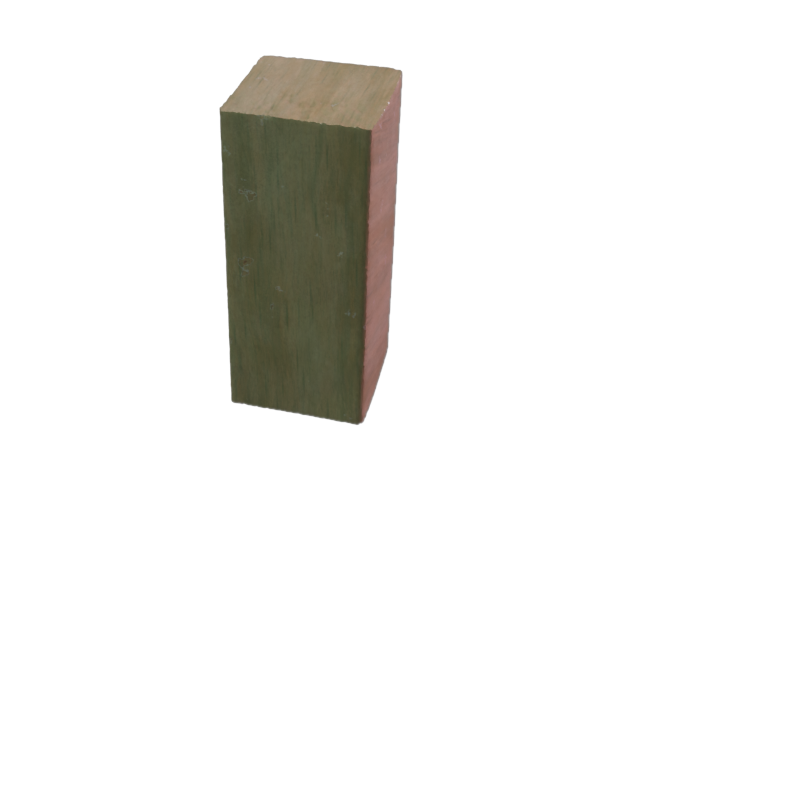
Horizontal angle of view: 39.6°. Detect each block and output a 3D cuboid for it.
[{"bbox_3d":[-0.054,-0.099,0.692,0.092,0.193,0.094,9,34,9],"label":"block"}]
